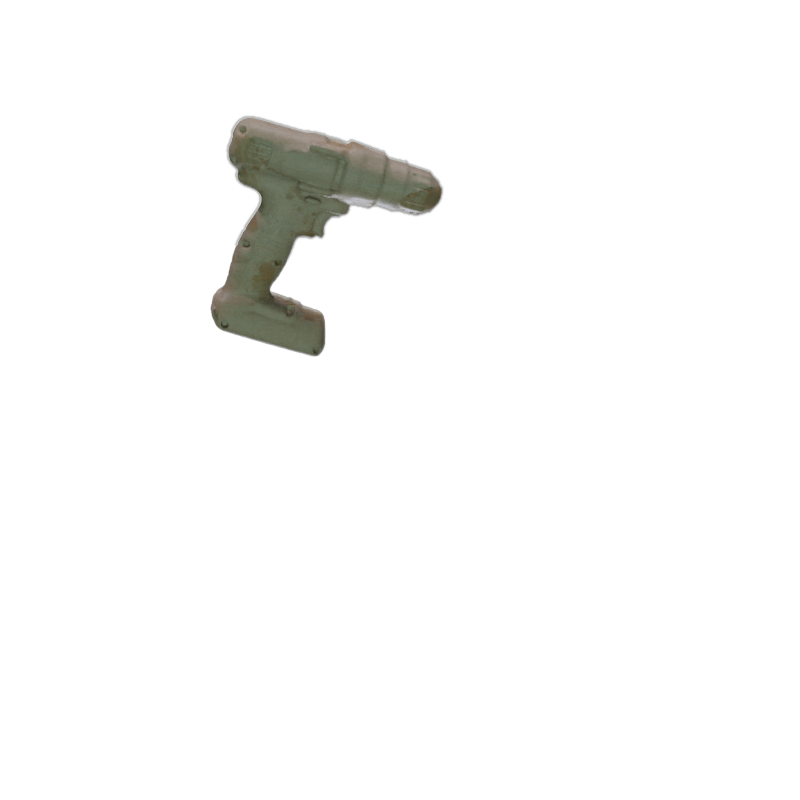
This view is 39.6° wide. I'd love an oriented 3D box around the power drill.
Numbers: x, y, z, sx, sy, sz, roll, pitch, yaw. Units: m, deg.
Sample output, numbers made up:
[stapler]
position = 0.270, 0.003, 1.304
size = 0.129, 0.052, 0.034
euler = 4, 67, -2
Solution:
[power drill]
position = -0.074, -0.136, 0.952
size = 0.182, 0.182, 0.060
euler = 17, 16, -5
